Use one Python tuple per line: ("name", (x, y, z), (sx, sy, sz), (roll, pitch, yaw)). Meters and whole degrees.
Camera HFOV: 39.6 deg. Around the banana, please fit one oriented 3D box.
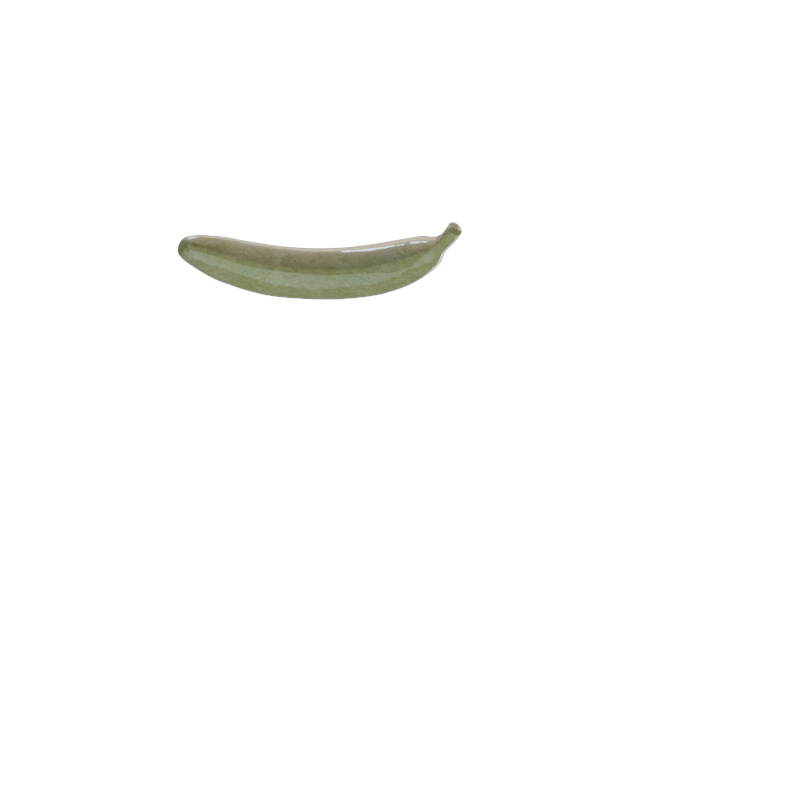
("banana", (-0.056, -0.100, 0.792), (0.199, 0.039, 0.064), (-4, -43, 4))
